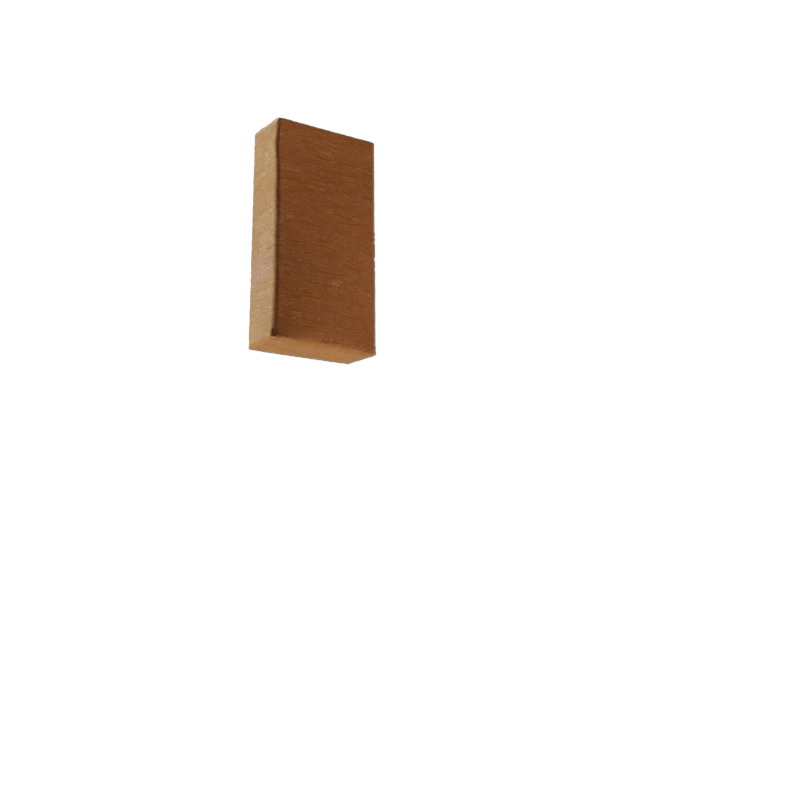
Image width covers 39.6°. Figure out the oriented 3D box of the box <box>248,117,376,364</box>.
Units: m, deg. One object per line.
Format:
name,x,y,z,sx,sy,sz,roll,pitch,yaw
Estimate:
box,-0.067,-0.122,0.856,0.089,0.185,0.048,11,-23,-31
